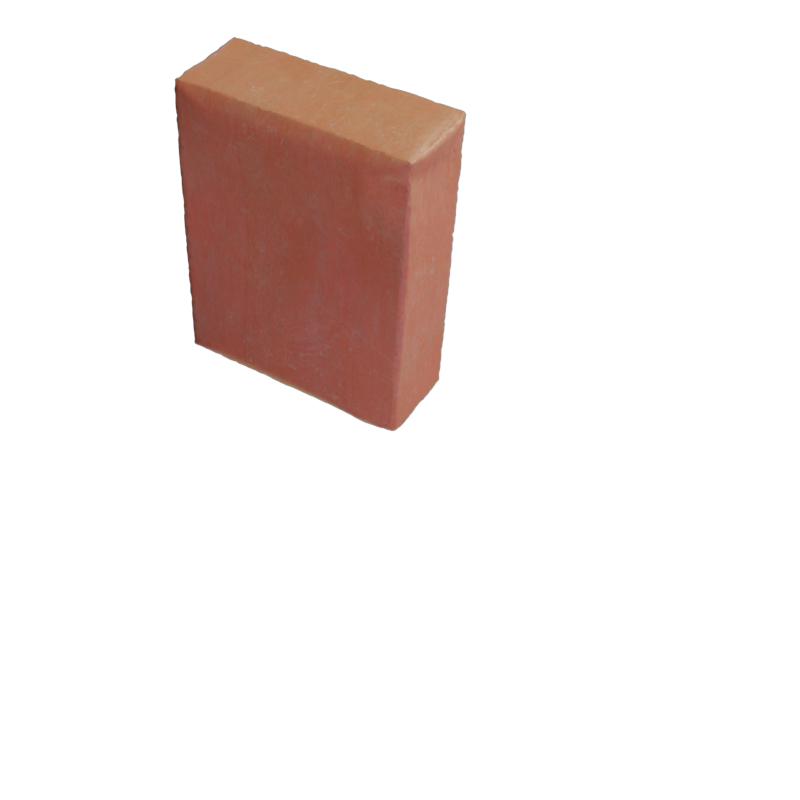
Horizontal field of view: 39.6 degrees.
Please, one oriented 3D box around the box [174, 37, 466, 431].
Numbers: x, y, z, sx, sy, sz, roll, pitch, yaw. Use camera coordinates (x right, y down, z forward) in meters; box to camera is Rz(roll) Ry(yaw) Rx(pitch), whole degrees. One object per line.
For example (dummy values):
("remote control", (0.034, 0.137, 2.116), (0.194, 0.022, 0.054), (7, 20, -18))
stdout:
("box", (-0.054, -0.099, 0.695), (0.172, 0.199, 0.073), (24, 46, 22))
